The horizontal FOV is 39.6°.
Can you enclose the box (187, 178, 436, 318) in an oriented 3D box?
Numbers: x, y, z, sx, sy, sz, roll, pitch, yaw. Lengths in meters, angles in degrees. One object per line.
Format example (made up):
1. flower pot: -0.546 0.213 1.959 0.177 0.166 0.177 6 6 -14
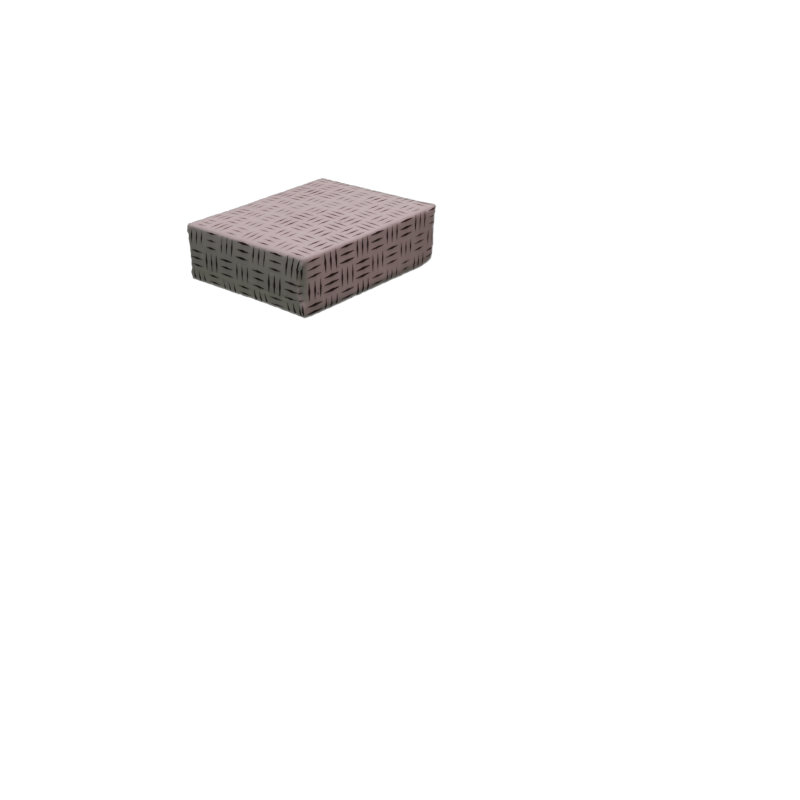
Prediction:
1. box: -0.049 -0.089 0.623 0.095 0.037 0.112 20 32 36
